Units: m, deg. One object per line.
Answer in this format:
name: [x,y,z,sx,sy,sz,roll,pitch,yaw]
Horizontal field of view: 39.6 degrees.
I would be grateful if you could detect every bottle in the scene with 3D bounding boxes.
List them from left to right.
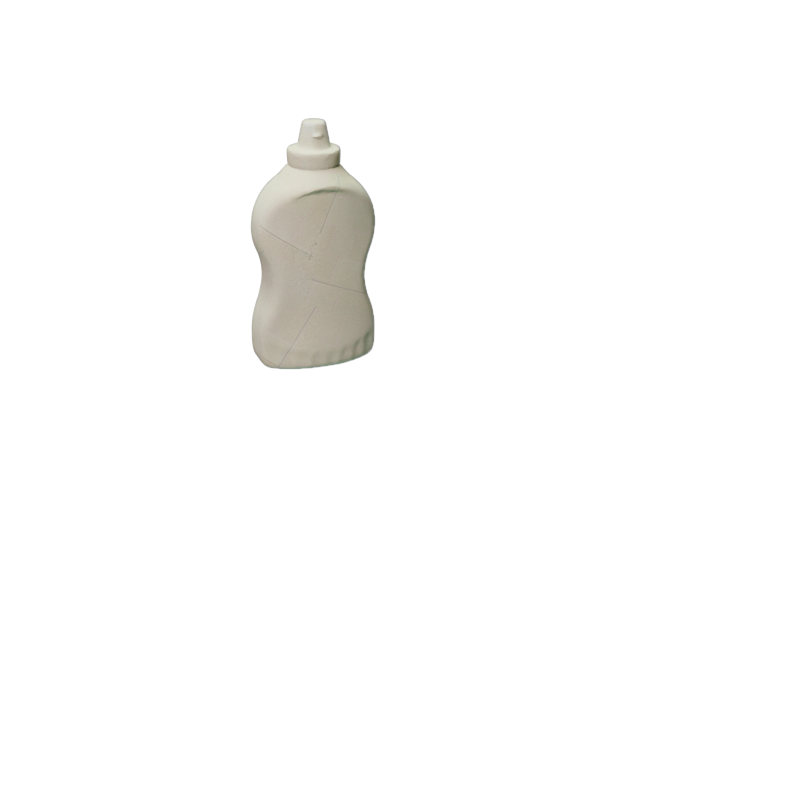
bottle: [-0.067,-0.122,0.858,0.094,0.184,0.062,-6,21,-18]
